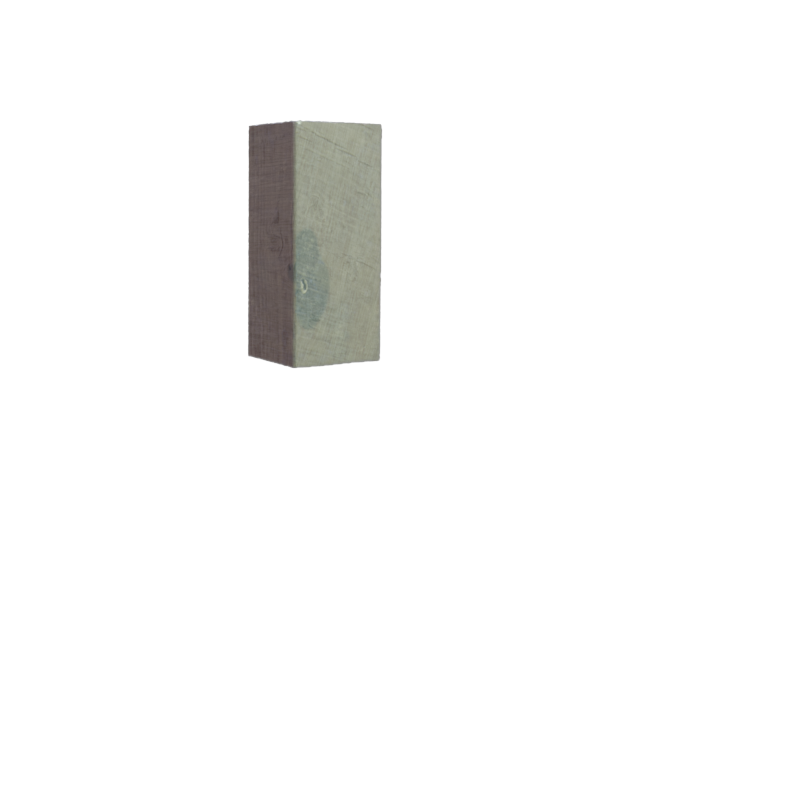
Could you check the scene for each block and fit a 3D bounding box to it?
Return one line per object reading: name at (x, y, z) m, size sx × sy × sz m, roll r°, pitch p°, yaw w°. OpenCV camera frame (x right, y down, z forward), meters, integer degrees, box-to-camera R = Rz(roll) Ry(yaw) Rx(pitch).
block at (-0.076, -0.139, 0.975) m, size 0.087 × 0.205 × 0.094 m, roll -2°, pitch 4°, yaw -33°
